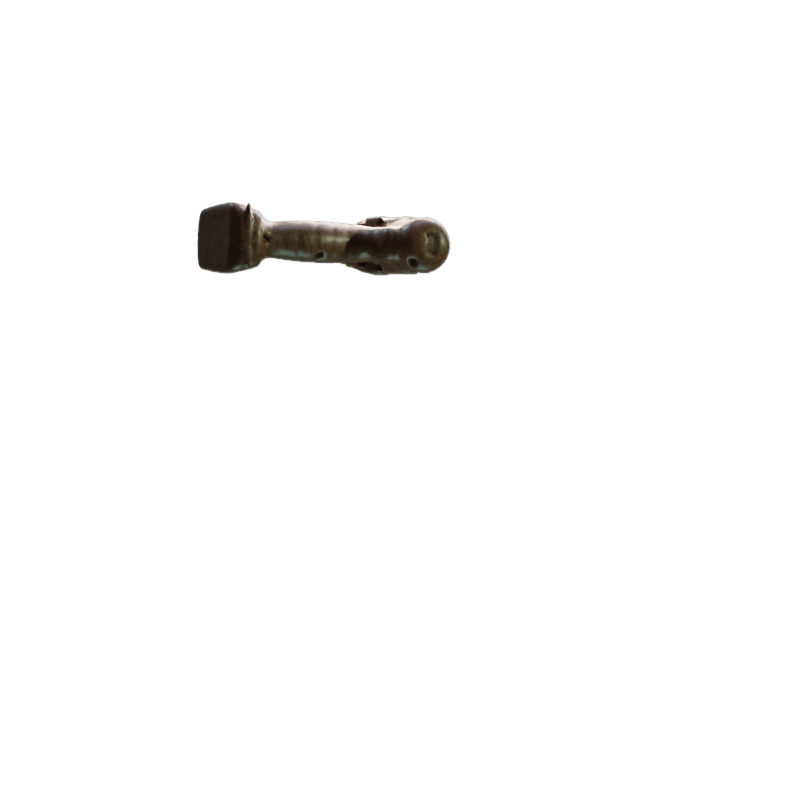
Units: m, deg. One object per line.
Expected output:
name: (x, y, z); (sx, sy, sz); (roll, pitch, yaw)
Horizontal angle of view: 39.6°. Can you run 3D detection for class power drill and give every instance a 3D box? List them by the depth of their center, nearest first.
power drill: (-0.074, -0.135, 0.948); (0.183, 0.057, 0.190); (-2, 5, -22)
